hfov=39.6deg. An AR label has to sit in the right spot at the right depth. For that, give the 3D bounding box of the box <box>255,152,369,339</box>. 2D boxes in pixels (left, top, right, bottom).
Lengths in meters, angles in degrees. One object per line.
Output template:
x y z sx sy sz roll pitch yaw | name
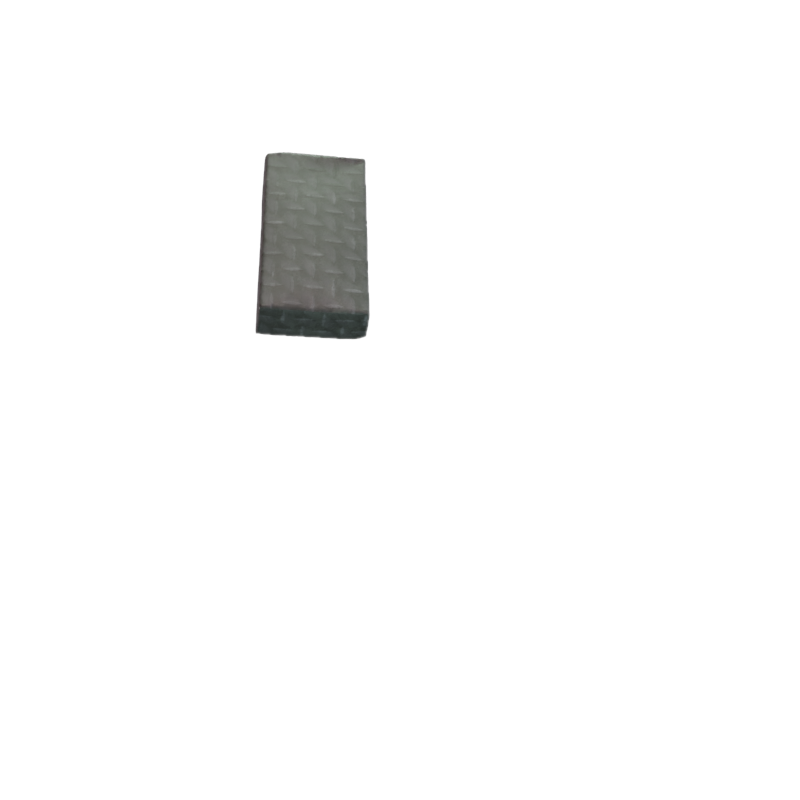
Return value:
-0.075 -0.137 0.958 0.092 0.189 0.045 2 -35 -7 | box
